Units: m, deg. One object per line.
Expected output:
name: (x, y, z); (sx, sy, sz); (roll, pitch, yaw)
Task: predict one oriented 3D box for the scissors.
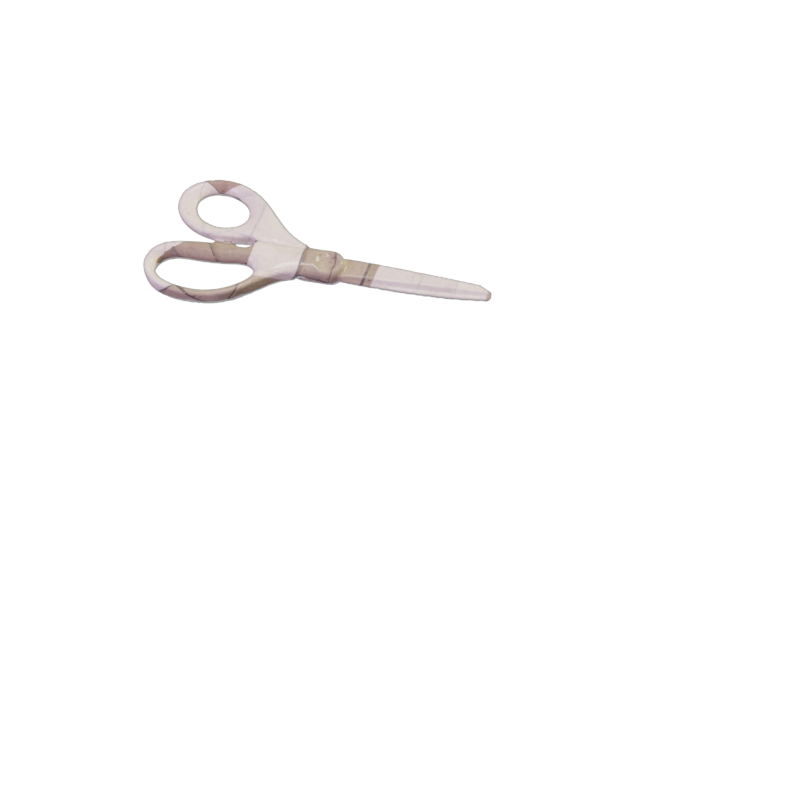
scissors: (-0.052, -0.095, 0.667); (0.201, 0.103, 0.015); (-3, -34, -2)
